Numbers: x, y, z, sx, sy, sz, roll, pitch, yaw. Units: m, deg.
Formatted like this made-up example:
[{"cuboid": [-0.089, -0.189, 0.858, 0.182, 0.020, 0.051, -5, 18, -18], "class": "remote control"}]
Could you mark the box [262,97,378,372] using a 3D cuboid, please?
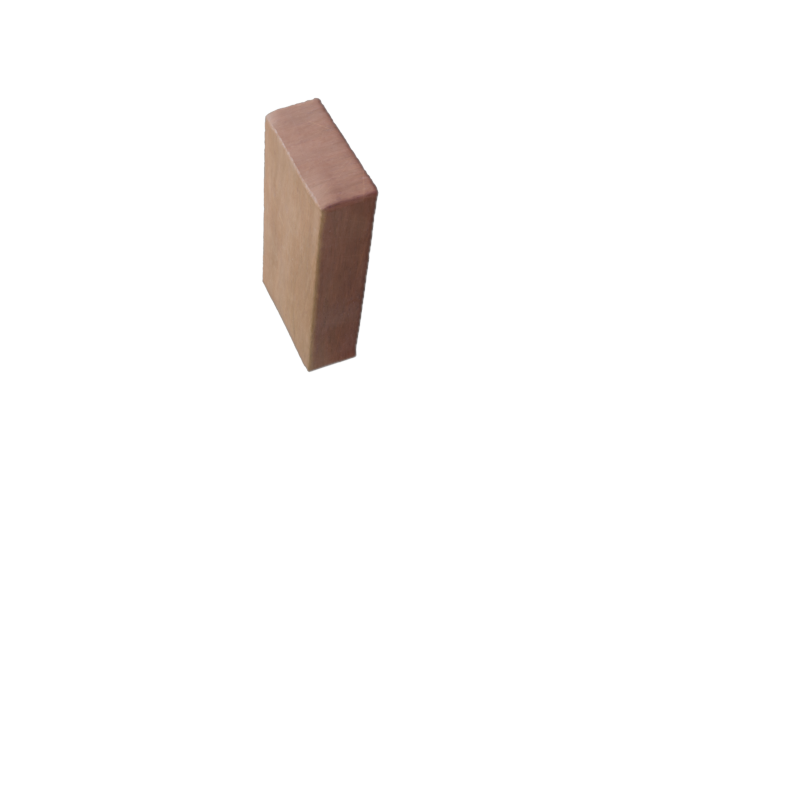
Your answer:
[{"cuboid": [-0.059, -0.107, 0.748, 0.048, 0.100, 0.165, -19, -32, -16], "class": "box"}]
